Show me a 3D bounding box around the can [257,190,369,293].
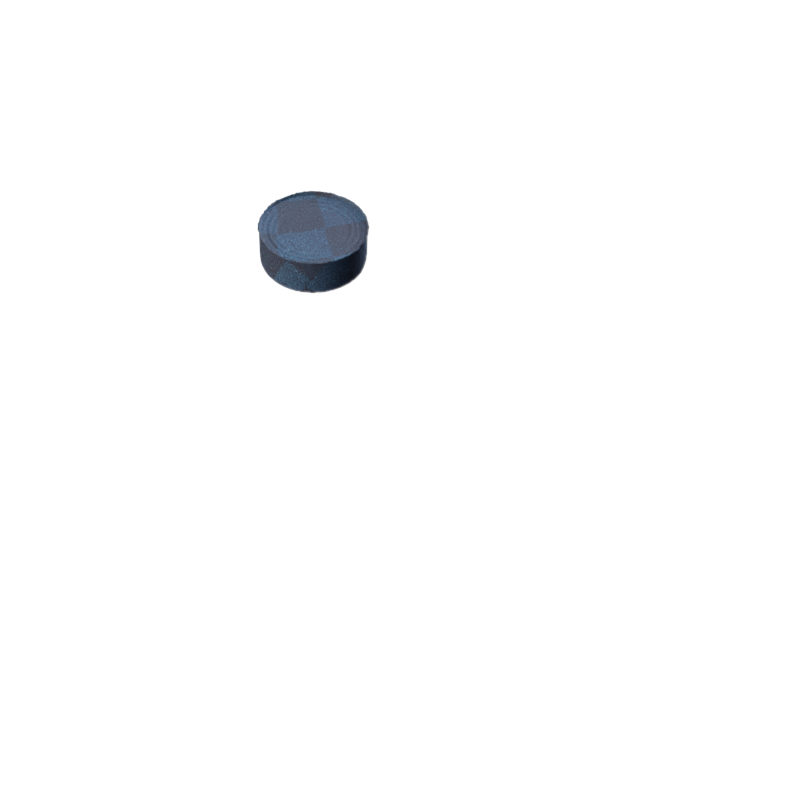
[{"bbox_3d":[-0.068,-0.123,0.865,0.086,0.092,0.031,-1,-44,-1],"label":"can"}]
